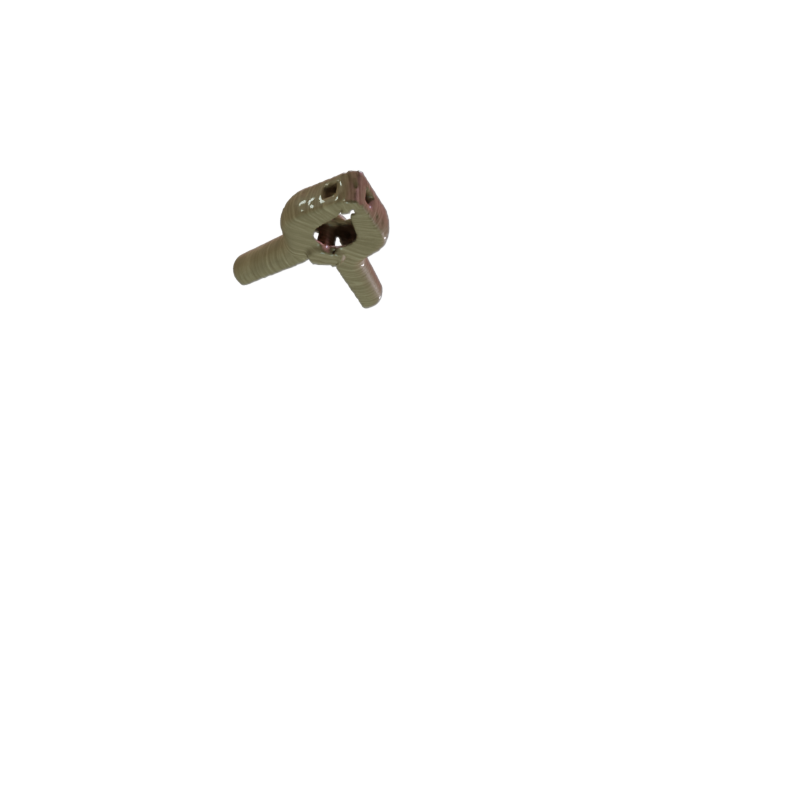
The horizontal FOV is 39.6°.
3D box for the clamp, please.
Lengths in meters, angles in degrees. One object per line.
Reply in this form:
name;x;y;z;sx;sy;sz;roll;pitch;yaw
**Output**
clamp;-0.065;-0.118;0.827;0.119;0.042;0.163;3;-25;-6
